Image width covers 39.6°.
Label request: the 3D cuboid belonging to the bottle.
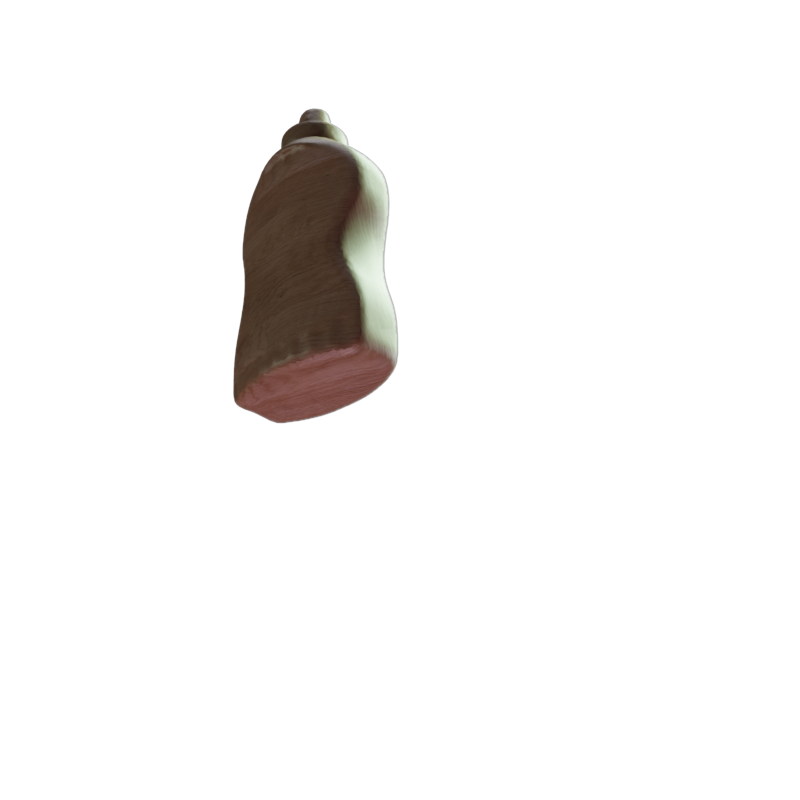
[{"bbox_3d":[-0.049,-0.089,0.628,0.096,0.205,0.055,-29,-41,35],"label":"bottle"}]
